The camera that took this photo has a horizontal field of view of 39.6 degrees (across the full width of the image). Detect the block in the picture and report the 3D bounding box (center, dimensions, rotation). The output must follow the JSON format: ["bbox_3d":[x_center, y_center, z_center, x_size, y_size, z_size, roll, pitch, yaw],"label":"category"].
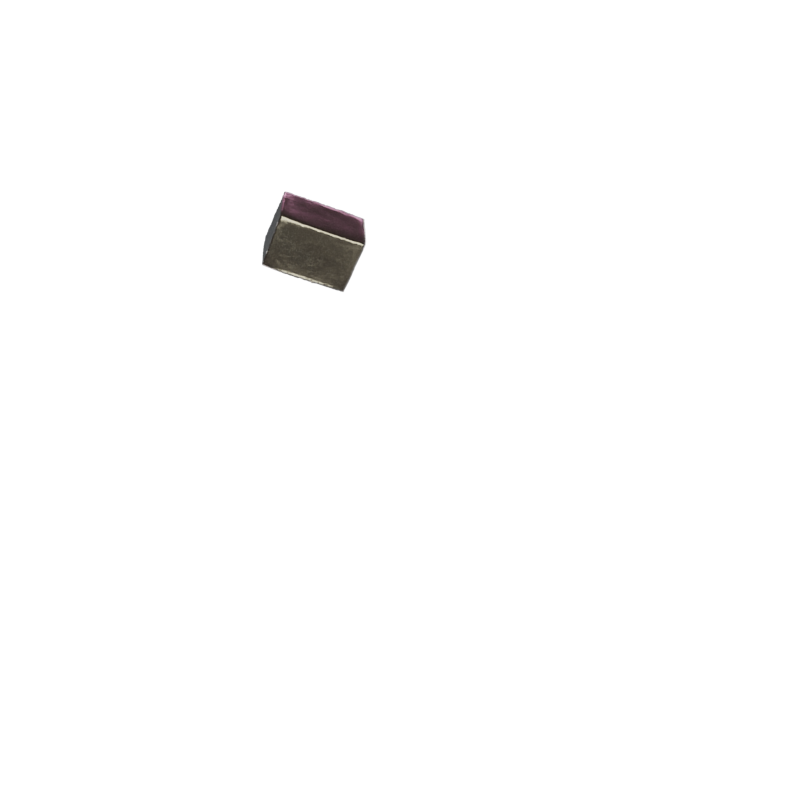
[{"bbox_3d":[-0.075,-0.137,0.956,0.076,0.051,0.054,19,28,-12],"label":"block"}]
